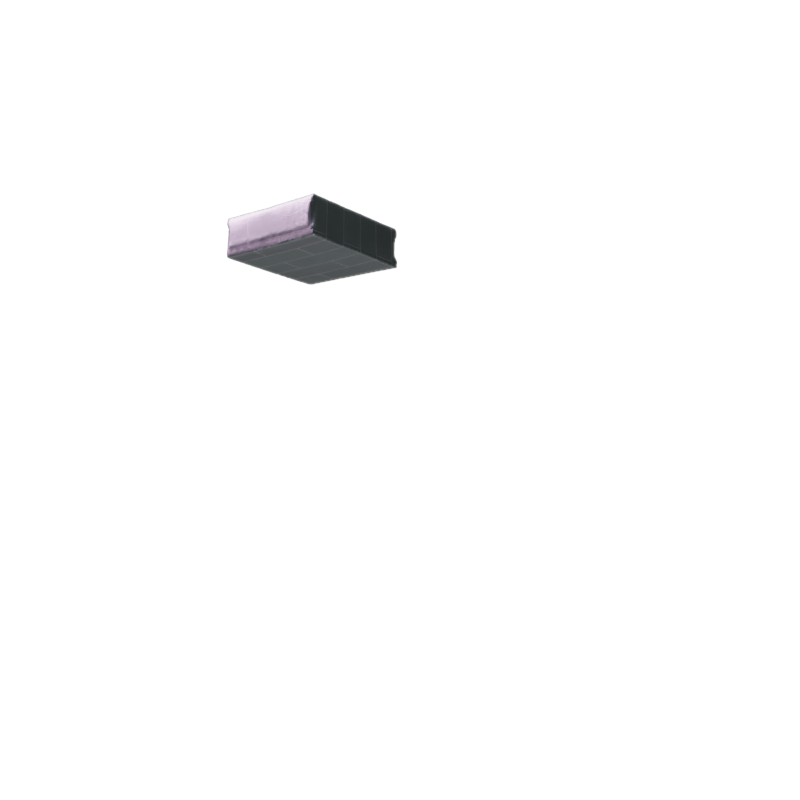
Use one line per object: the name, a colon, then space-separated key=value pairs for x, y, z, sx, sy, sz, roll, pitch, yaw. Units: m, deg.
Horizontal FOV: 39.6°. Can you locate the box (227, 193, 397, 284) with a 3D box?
box: x=-0.056 y=-0.102 z=0.718 sx=0.075 sy=0.031 sz=0.084 roll=-9 pitch=-14 yaw=37
